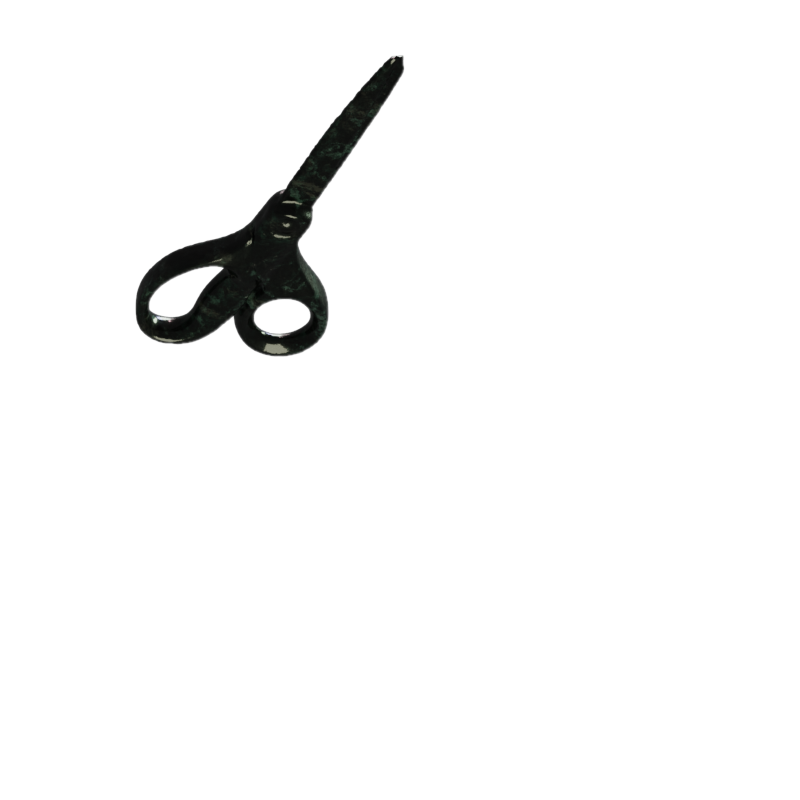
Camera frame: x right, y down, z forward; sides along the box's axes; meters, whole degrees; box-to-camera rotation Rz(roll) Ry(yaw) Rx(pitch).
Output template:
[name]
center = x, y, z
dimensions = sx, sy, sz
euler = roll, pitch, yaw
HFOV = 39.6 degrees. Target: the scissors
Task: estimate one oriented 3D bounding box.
[scissors]
center = -0.037, -0.067, 0.467
dimensions = 0.090, 0.017, 0.201
euler = 26, -40, -36
